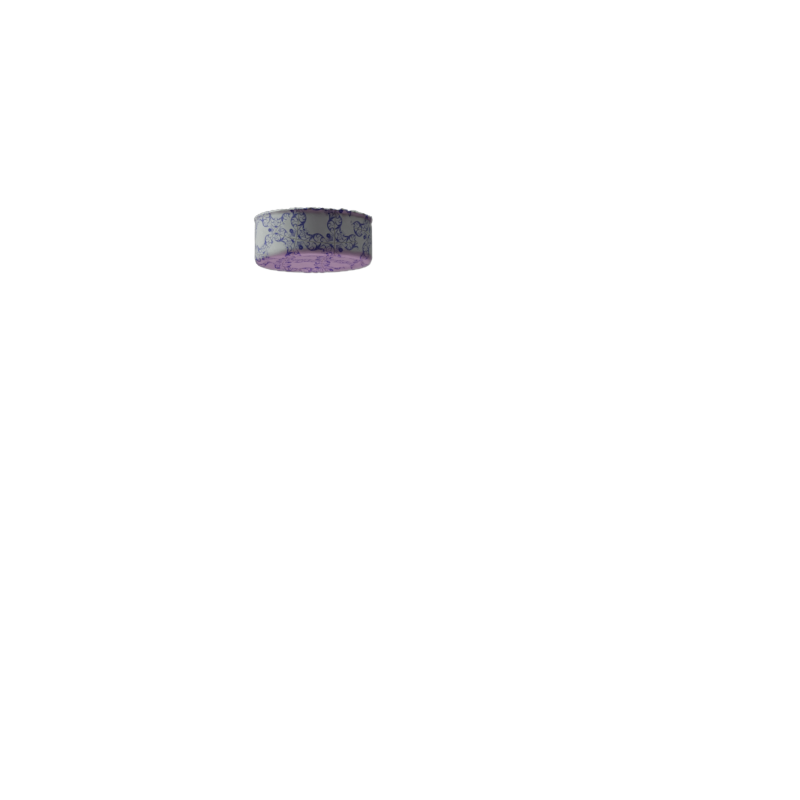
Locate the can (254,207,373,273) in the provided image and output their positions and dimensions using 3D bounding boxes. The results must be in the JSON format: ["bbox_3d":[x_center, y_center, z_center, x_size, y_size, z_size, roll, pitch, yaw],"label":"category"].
[{"bbox_3d":[-0.062,-0.114,0.796,0.086,0.034,0.085,0,-3,-2],"label":"can"}]
